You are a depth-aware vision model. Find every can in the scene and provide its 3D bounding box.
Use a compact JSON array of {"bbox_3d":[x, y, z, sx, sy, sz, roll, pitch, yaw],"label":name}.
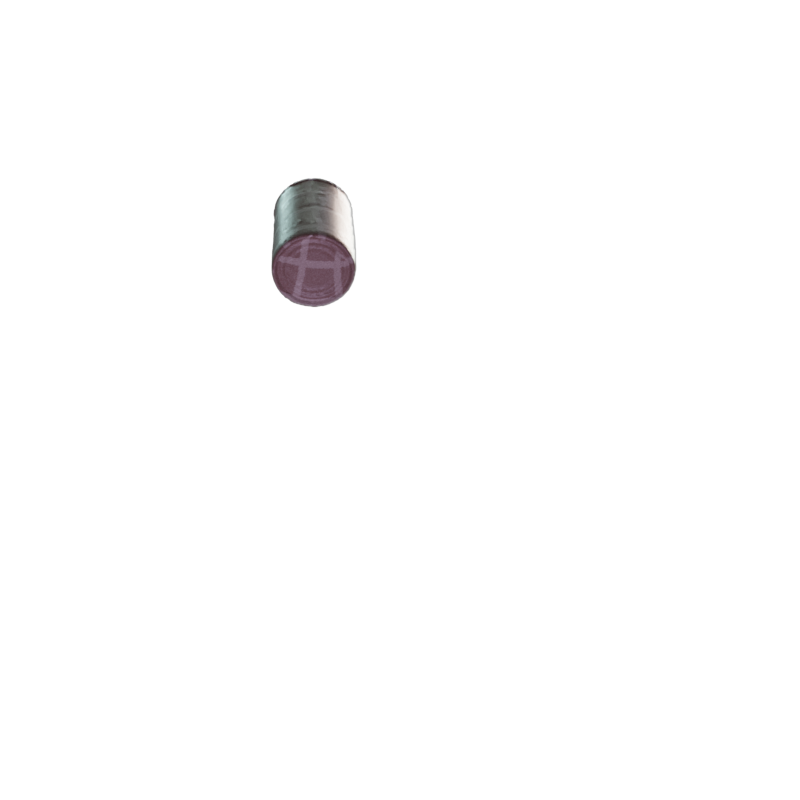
[{"bbox_3d":[-0.071,-0.130,0.908,0.068,0.064,0.109,-1,33,-3],"label":"can"}]
